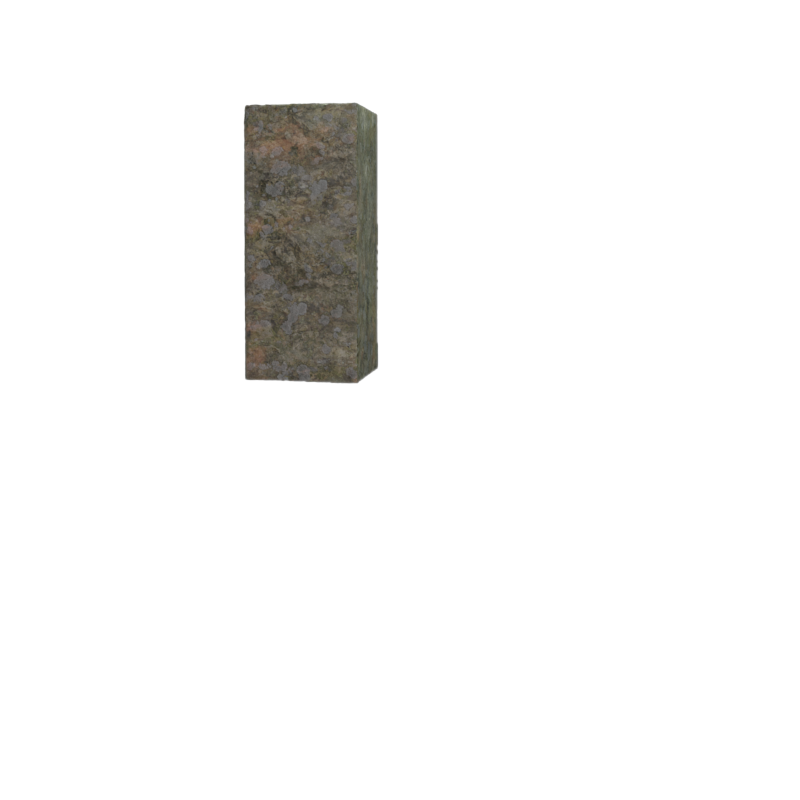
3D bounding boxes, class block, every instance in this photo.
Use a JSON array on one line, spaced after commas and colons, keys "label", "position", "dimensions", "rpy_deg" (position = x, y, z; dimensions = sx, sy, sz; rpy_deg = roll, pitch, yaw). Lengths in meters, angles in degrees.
[{"label": "block", "position": [-0.068, -0.123, 0.863], "dimensions": [0.091, 0.205, 0.090], "rpy_deg": [1, 2, 10]}]
